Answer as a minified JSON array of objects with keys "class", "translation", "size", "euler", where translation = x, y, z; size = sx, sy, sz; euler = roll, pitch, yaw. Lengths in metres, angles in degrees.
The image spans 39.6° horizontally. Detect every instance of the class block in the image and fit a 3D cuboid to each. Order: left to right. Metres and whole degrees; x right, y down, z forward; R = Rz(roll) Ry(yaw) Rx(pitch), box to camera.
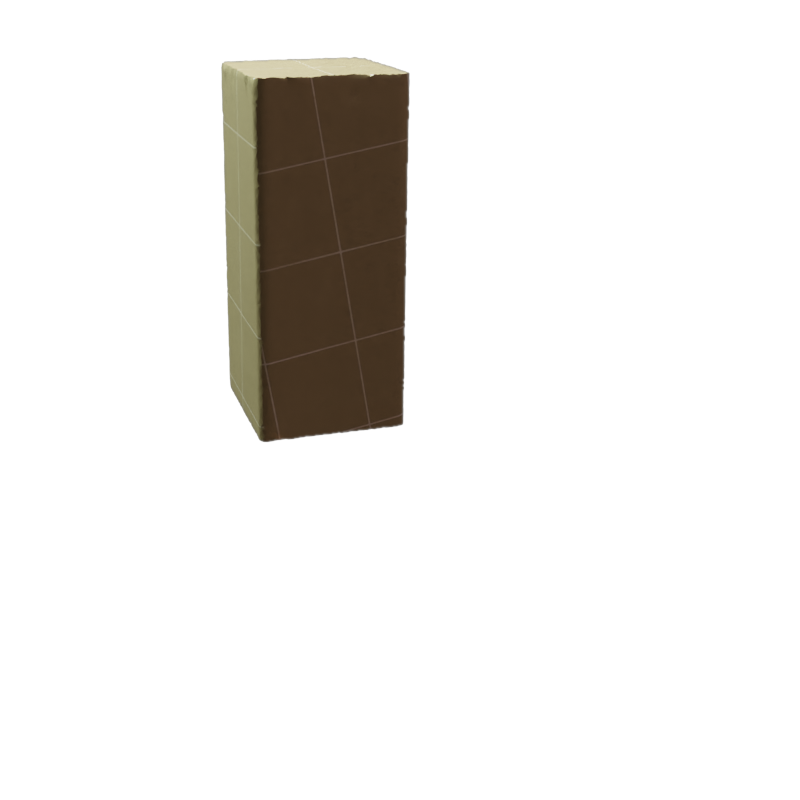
[{"class":"block","translation":[-0.052,-0.093,0.653],"size":[0.088,0.198,0.096],"euler":[-5,18,-18]}]
